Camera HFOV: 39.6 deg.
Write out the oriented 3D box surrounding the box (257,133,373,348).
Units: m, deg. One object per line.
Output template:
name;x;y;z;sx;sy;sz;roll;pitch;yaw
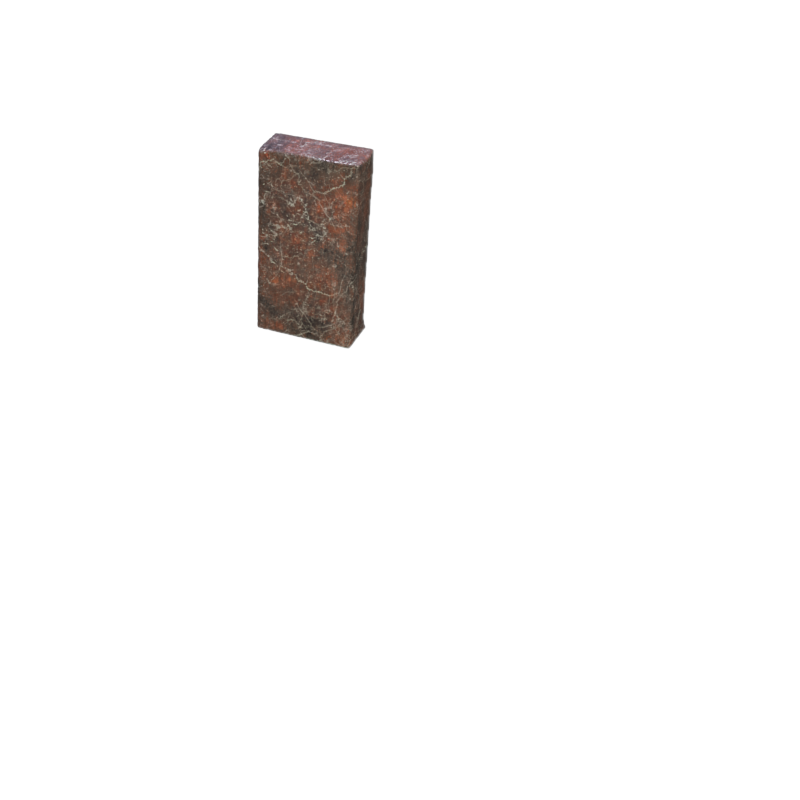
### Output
box;-0.076;-0.137;0.962;0.096;0.166;0.049;13;32;17
